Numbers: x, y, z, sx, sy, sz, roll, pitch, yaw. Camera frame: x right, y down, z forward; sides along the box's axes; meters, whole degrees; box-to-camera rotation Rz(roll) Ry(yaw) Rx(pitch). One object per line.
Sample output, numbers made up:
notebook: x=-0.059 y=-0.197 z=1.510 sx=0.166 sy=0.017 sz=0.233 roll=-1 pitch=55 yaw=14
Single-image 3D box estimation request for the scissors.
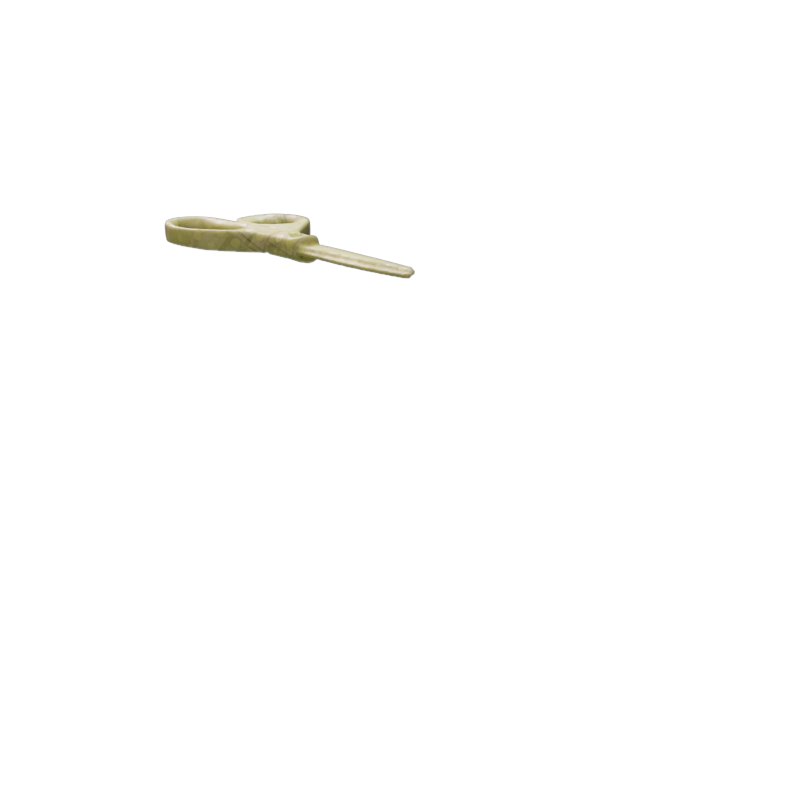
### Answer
scissors: x=-0.049 y=-0.090 z=0.631 sx=0.212 sy=0.015 sz=0.094 roll=13 pitch=21 yaw=37
